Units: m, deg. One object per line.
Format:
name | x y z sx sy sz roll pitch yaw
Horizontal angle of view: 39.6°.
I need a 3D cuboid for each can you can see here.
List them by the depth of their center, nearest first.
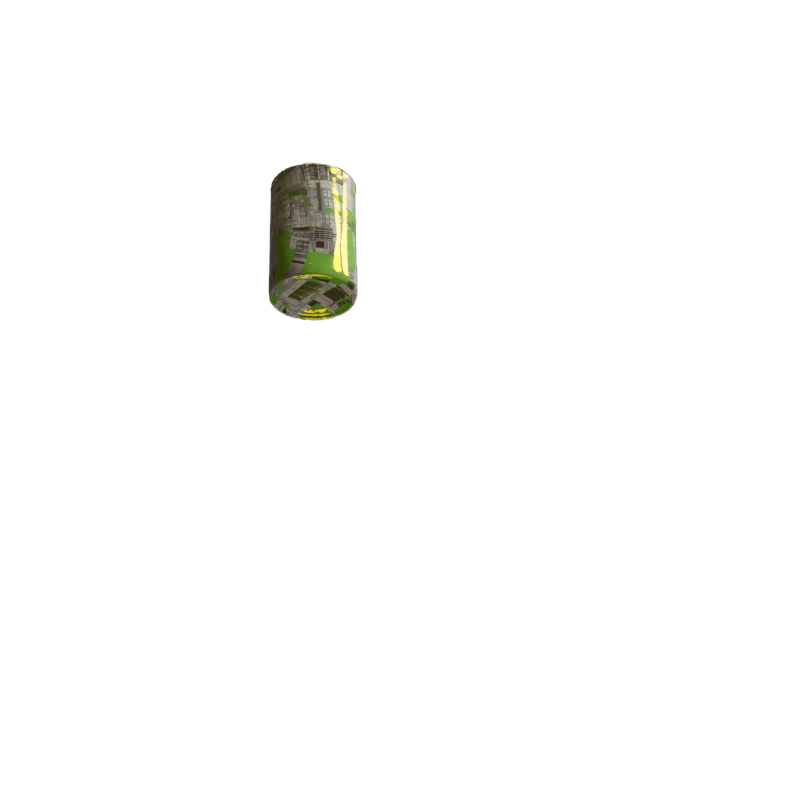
can | -0.066 -0.121 0.847 0.068 0.109 0.064 -1 -31 -2
